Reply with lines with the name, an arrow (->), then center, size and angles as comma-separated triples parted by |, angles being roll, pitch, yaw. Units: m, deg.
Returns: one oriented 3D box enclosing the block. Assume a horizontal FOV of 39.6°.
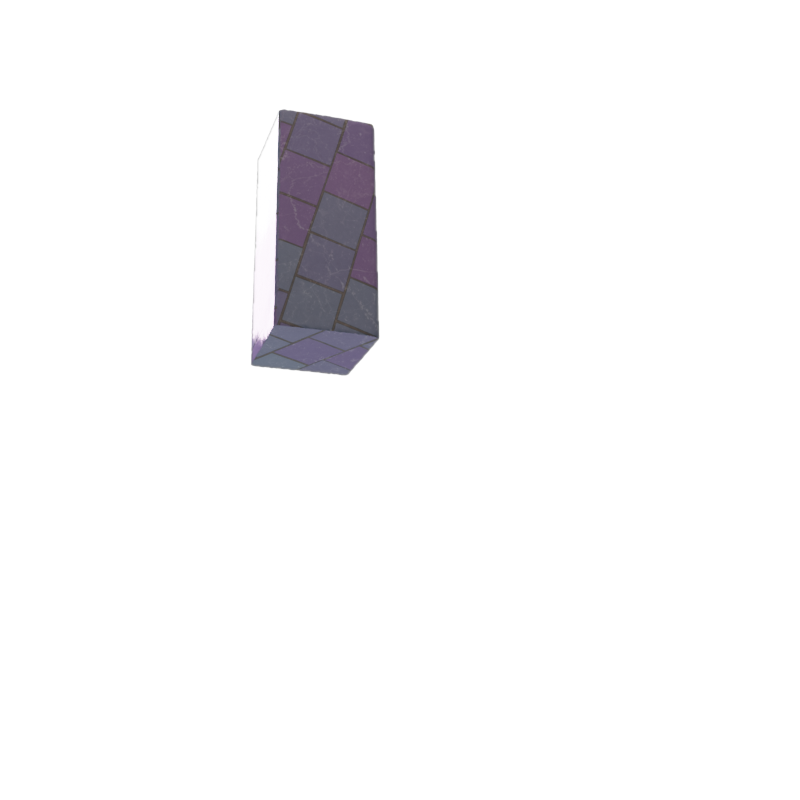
block -> -0.075, -0.138, 0.964 | 0.088, 0.218, 0.088 | 7, -27, -17
